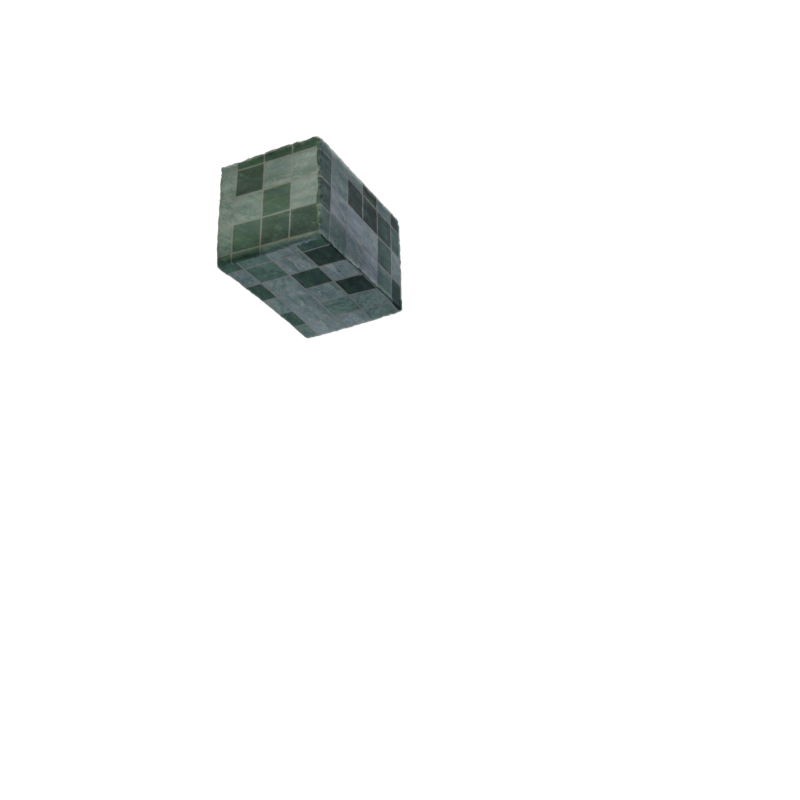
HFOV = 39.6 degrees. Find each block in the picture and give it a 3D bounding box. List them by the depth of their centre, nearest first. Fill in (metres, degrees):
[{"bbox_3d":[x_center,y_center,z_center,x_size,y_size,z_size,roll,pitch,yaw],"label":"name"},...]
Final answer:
[{"bbox_3d":[-0.039,-0.071,0.494,0.053,0.054,0.072,-15,-31,23],"label":"block"}]
